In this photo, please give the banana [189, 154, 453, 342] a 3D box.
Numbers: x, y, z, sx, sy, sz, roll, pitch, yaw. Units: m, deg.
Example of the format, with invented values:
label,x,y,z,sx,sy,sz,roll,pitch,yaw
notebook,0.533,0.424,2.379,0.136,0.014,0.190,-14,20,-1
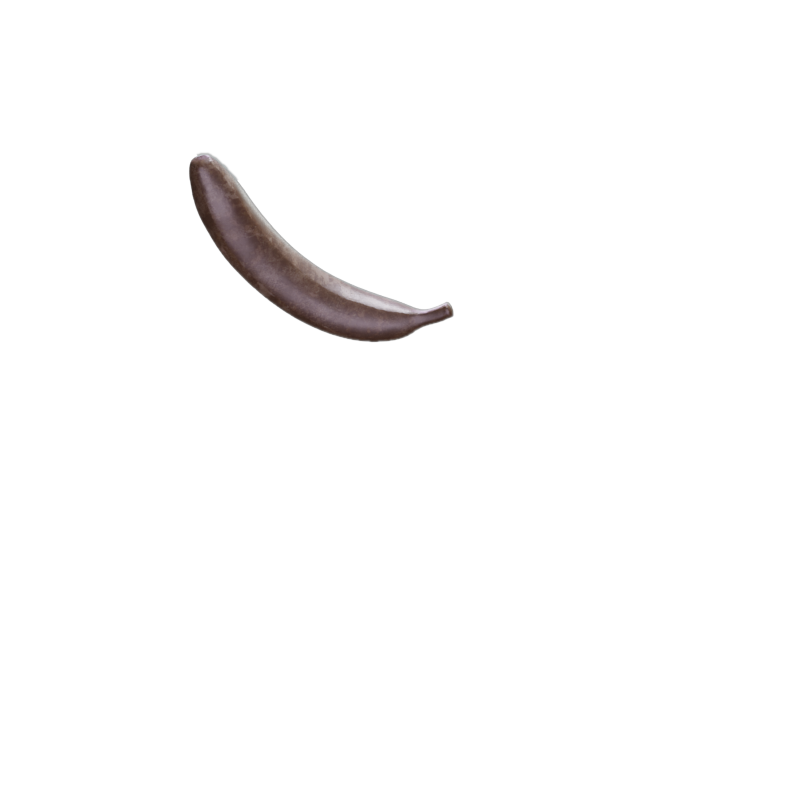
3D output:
label,x,y,z,sx,sy,sz,roll,pitch,yaw
banana,-0.064,-0.088,0.725,0.191,0.068,0.039,29,24,-14
